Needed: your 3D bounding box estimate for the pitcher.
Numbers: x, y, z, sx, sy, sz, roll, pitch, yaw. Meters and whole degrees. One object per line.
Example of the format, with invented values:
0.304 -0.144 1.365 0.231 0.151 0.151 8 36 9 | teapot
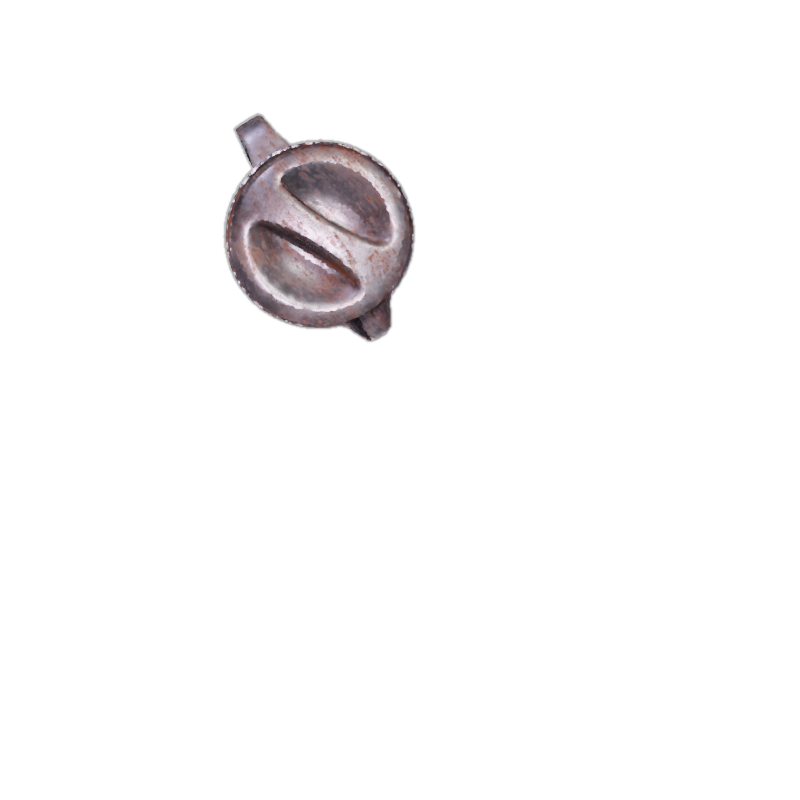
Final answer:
-0.070 -0.127 0.889 0.145 0.151 0.241 12 -2 -3 | pitcher
